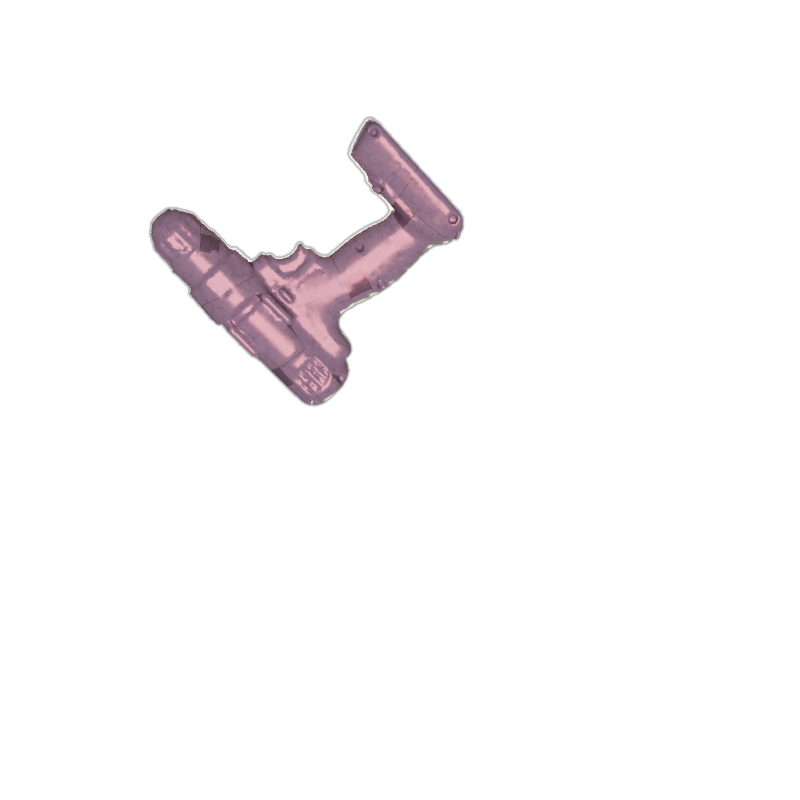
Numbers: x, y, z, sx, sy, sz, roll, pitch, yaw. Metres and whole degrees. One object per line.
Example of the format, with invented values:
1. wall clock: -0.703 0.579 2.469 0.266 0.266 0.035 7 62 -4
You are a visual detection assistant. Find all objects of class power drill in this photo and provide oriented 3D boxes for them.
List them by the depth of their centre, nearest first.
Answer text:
1. power drill: -0.063 -0.115 0.807 0.186 0.180 0.059 -43 9 8
